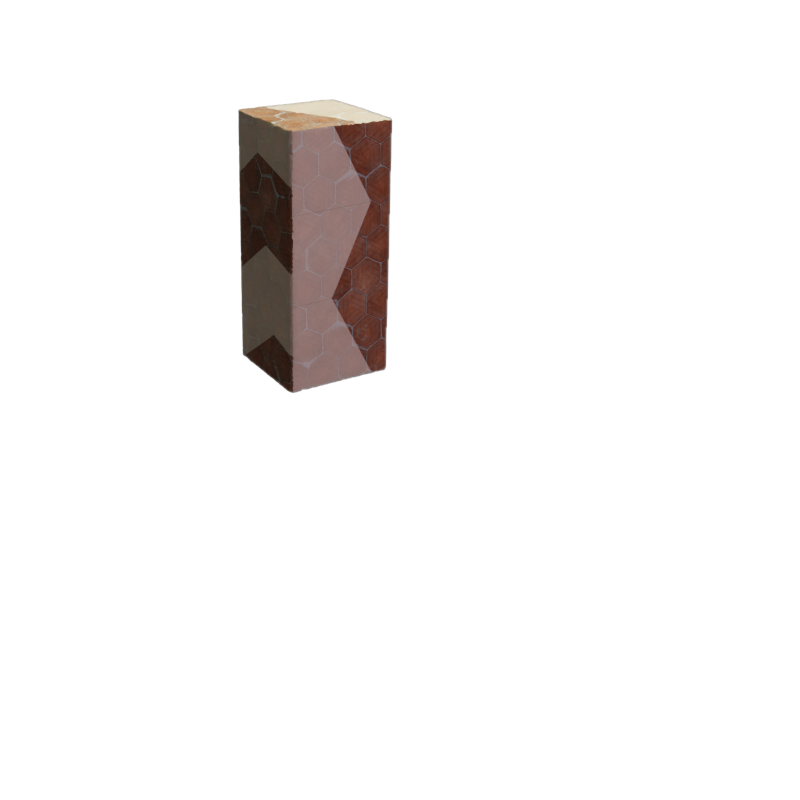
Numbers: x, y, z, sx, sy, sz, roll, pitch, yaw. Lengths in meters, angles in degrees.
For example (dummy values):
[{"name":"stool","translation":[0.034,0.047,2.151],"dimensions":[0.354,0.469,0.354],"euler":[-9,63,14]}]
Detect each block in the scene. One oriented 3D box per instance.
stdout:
[{"name":"block","translation":[-0.069,-0.125,0.876],"dimensions":[0.089,0.197,0.096],"euler":[-12,24,-31]}]
